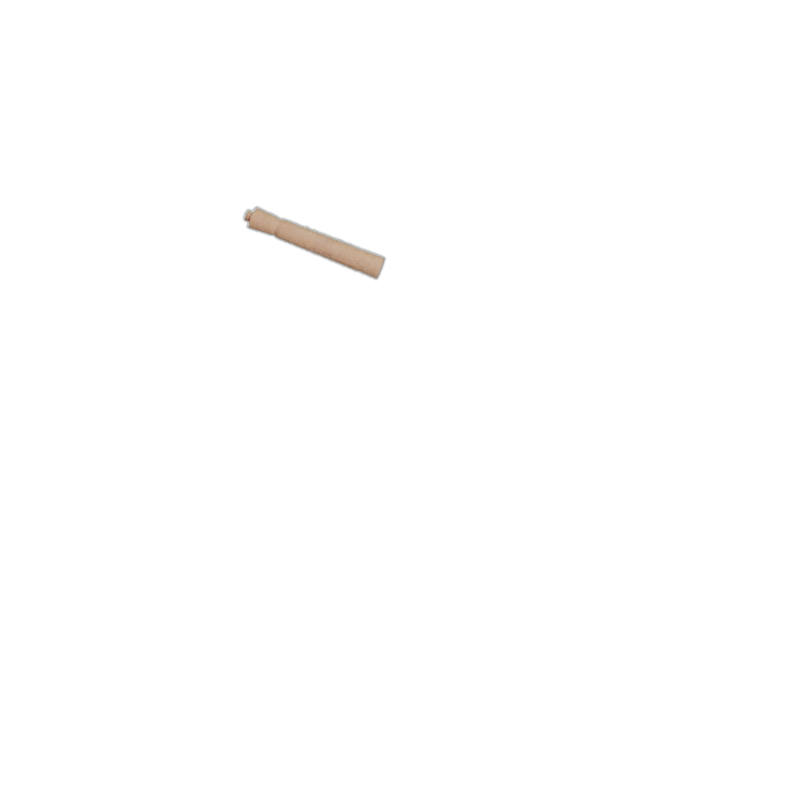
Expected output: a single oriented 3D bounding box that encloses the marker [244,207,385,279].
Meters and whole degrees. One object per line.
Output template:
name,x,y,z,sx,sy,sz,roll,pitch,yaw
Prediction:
marker,-0.072,-0.130,0.914,0.122,0.020,0.020,22,5,6
